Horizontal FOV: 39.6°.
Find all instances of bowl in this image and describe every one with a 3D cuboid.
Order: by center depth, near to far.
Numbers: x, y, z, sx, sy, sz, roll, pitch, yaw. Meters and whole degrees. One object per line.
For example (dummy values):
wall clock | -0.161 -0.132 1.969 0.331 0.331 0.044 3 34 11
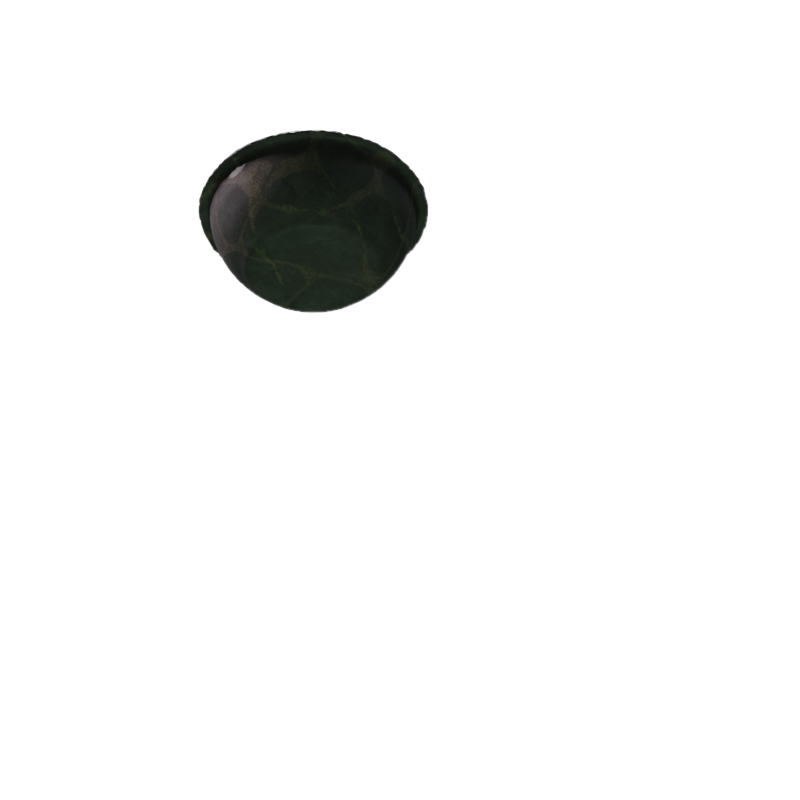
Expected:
bowl | -0.060 -0.109 0.767 0.162 0.059 0.151 1 -38 -2
